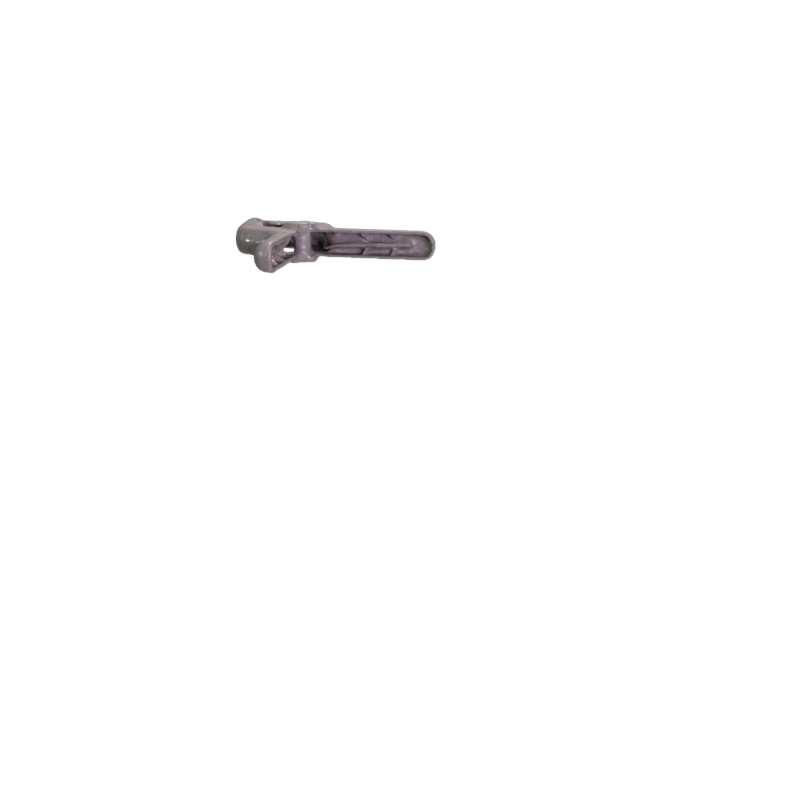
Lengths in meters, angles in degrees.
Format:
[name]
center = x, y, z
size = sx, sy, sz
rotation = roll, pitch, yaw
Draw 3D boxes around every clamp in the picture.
[clamp]
center = -0.078, -0.142, 0.991
size = 0.161, 0.036, 0.220
rotation = -5, 15, -22
